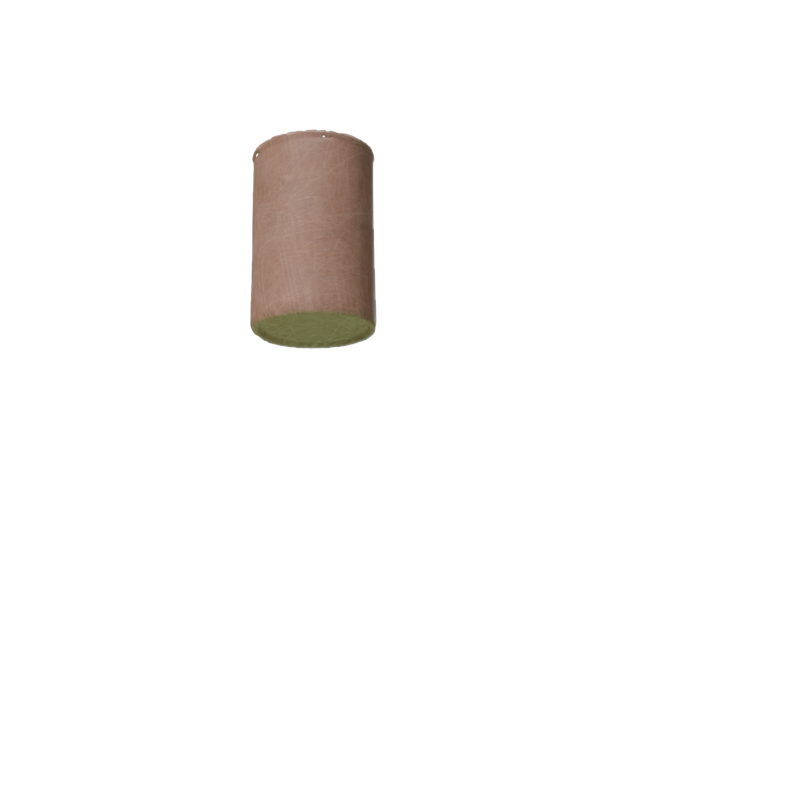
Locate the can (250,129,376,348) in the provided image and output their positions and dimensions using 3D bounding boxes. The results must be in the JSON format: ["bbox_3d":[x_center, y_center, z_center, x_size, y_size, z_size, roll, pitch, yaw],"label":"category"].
[{"bbox_3d":[-0.047,-0.086,0.601,0.068,0.107,0.065,0,-19,-2],"label":"can"}]
